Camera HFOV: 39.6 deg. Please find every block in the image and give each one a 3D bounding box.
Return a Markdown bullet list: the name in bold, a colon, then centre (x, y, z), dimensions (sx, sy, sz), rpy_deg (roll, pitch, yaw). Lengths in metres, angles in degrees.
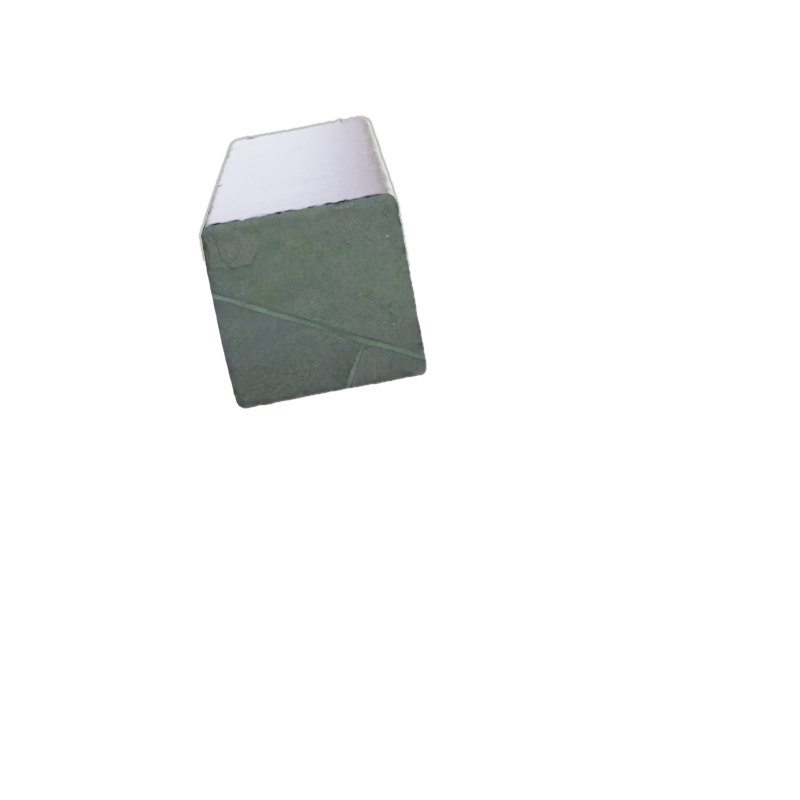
- **block**: centre (-0.047, -0.085, 0.593), dimensions (0.091, 0.086, 0.216), rpy_deg (-11, 22, 0)
